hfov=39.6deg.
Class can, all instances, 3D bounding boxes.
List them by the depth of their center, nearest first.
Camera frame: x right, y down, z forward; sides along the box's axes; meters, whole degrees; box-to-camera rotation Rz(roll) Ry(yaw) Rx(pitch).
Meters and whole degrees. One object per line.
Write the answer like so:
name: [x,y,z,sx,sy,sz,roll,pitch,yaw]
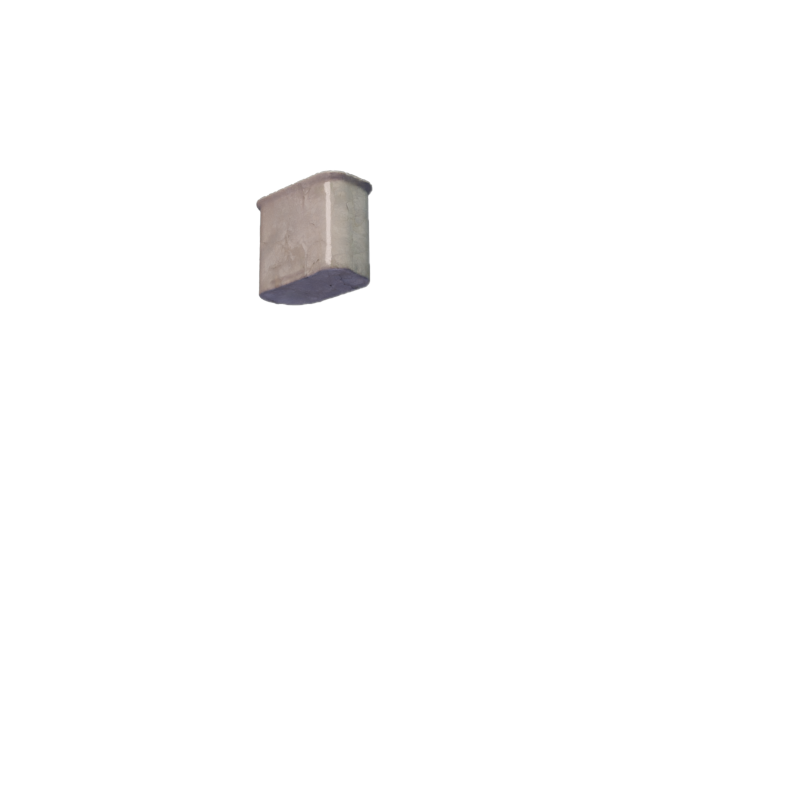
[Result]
can: [-0.070,-0.128,0.900,0.103,0.088,0.054,-16,-24,41]
